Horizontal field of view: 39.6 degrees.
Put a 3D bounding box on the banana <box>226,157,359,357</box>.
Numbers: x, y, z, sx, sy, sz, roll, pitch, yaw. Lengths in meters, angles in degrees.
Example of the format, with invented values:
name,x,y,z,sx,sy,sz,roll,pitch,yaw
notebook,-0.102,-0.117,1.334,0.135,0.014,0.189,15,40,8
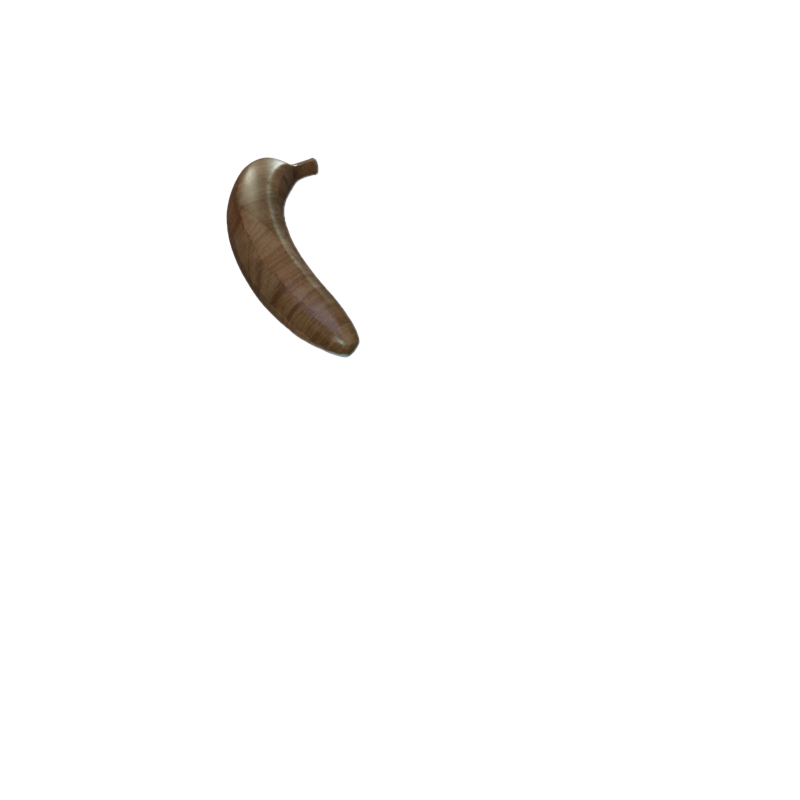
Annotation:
name,x,y,z,sx,sy,sz,roll,pitch,yaw
banana,-0.074,-0.101,0.702,0.069,0.034,0.214,-6,44,-7
